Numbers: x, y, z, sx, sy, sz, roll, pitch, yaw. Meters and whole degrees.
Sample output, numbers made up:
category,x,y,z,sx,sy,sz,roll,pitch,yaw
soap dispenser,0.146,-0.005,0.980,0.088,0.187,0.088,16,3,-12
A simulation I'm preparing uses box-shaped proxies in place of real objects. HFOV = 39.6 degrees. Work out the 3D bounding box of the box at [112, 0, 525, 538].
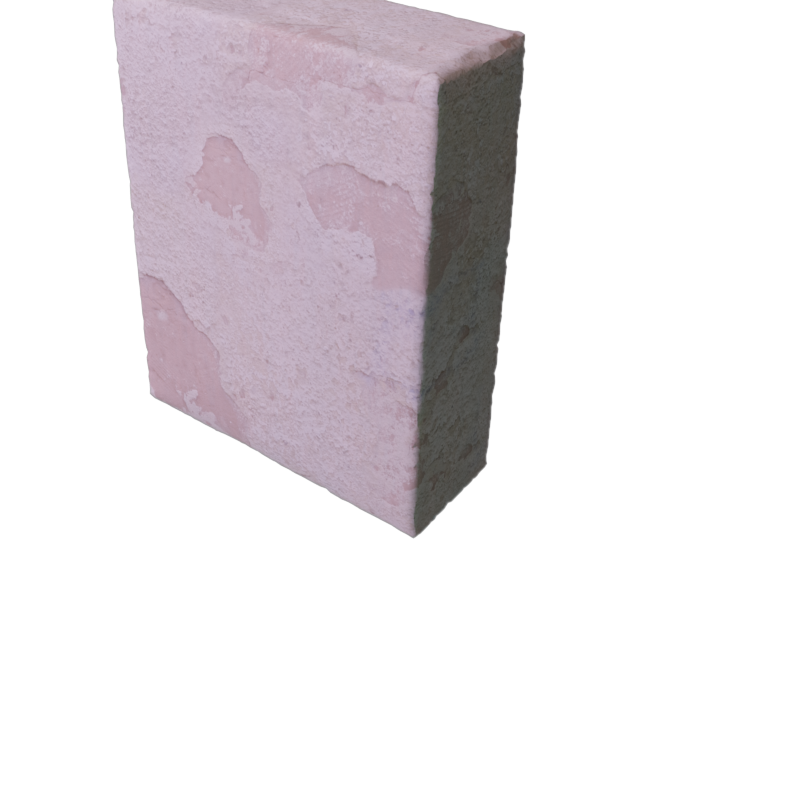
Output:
category,x,y,z,sx,sy,sz,roll,pitch,yaw
box,-0.038,-0.069,0.486,0.174,0.201,0.072,25,39,30
